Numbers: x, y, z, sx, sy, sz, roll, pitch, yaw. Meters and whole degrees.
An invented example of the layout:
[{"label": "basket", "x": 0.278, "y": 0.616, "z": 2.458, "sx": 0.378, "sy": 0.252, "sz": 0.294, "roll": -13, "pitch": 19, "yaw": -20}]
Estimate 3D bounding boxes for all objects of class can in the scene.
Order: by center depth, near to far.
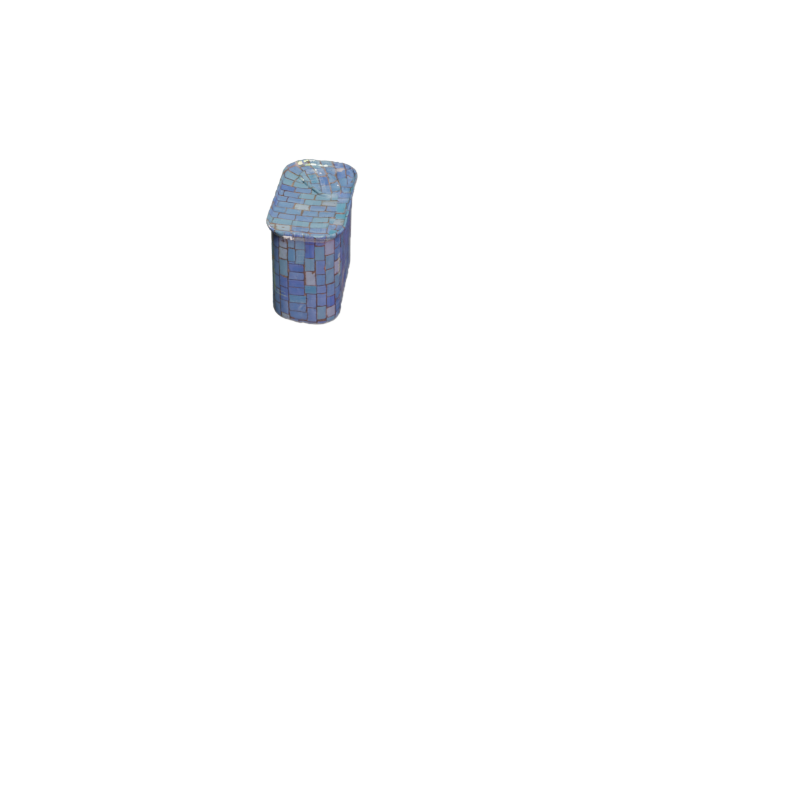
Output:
[{"label": "can", "x": -0.066, "y": -0.120, "z": 0.837, "sx": 0.058, "sy": 0.078, "sz": 0.108, "roll": 5, "pitch": 40, "yaw": 4}]
